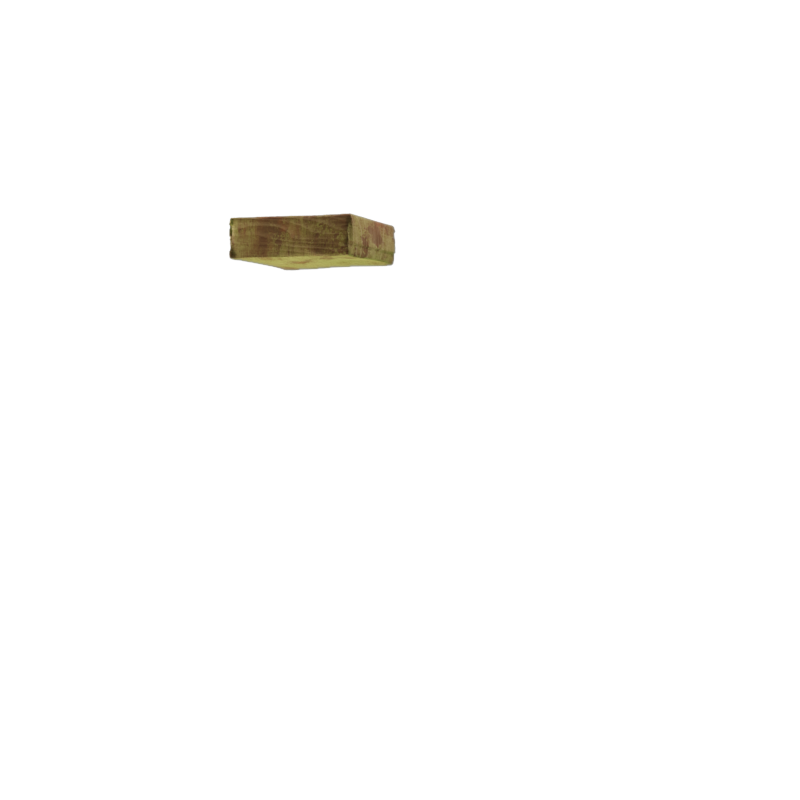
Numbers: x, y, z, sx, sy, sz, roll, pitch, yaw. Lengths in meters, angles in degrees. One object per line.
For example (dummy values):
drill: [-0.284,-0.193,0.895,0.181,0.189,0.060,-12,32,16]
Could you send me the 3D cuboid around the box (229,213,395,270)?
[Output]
box: [-0.072,-0.131,0.919,0.117,0.039,0.086,0,-1,24]
